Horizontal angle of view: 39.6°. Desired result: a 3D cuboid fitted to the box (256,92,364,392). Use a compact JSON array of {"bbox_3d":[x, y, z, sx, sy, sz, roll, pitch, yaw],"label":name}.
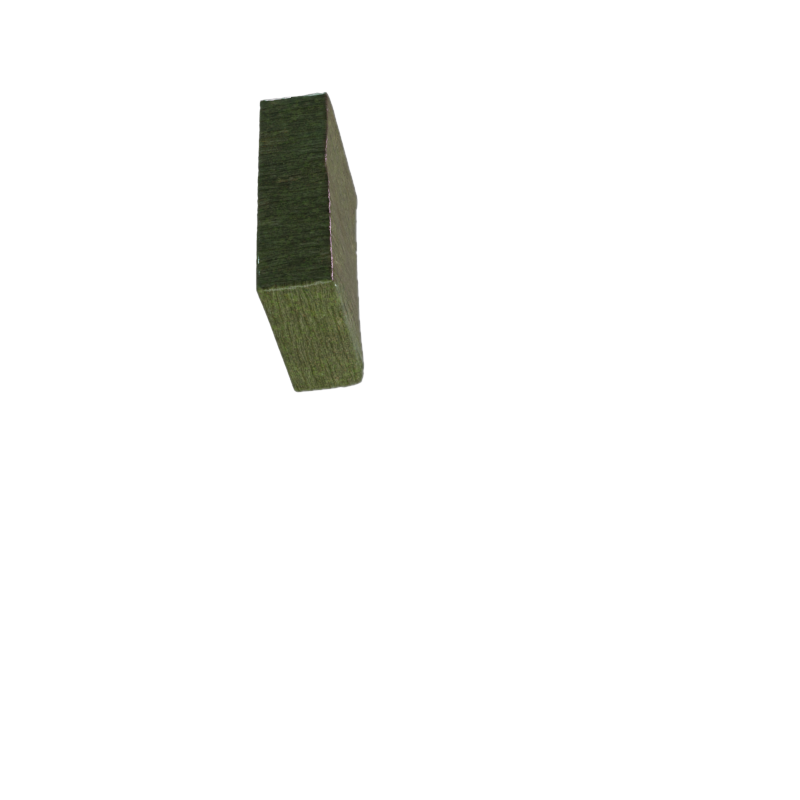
[{"bbox_3d":[-0.077,-0.141,0.986,0.072,0.229,0.152,-7,-35,5],"label":"box"}]
